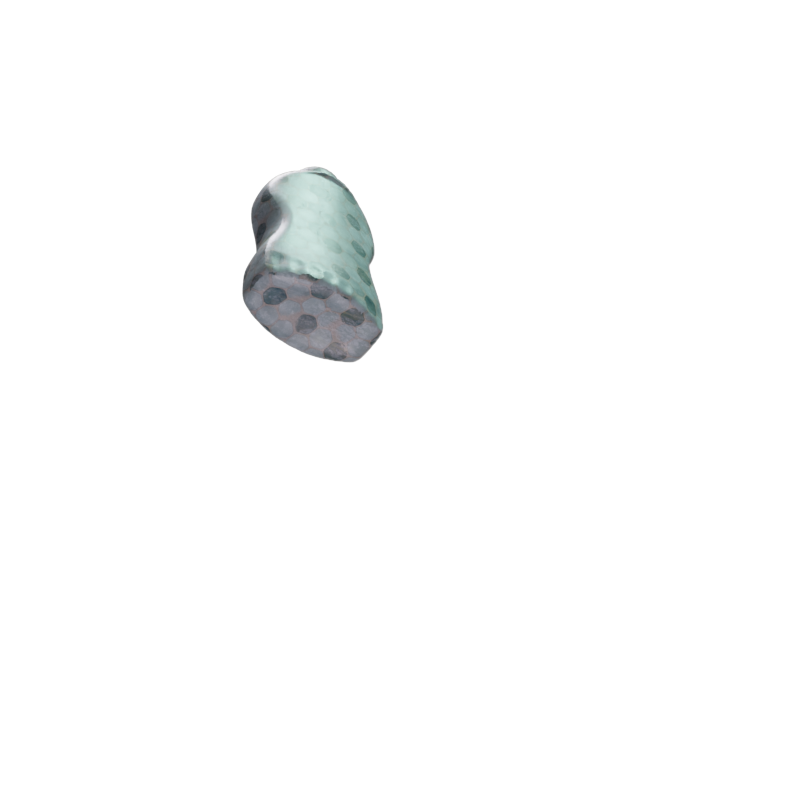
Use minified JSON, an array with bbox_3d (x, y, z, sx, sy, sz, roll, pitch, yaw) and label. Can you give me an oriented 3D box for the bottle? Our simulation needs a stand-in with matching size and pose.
[{"bbox_3d":[-0.062,-0.114,0.798,0.092,0.057,0.205,26,32,-21],"label":"bottle"}]
